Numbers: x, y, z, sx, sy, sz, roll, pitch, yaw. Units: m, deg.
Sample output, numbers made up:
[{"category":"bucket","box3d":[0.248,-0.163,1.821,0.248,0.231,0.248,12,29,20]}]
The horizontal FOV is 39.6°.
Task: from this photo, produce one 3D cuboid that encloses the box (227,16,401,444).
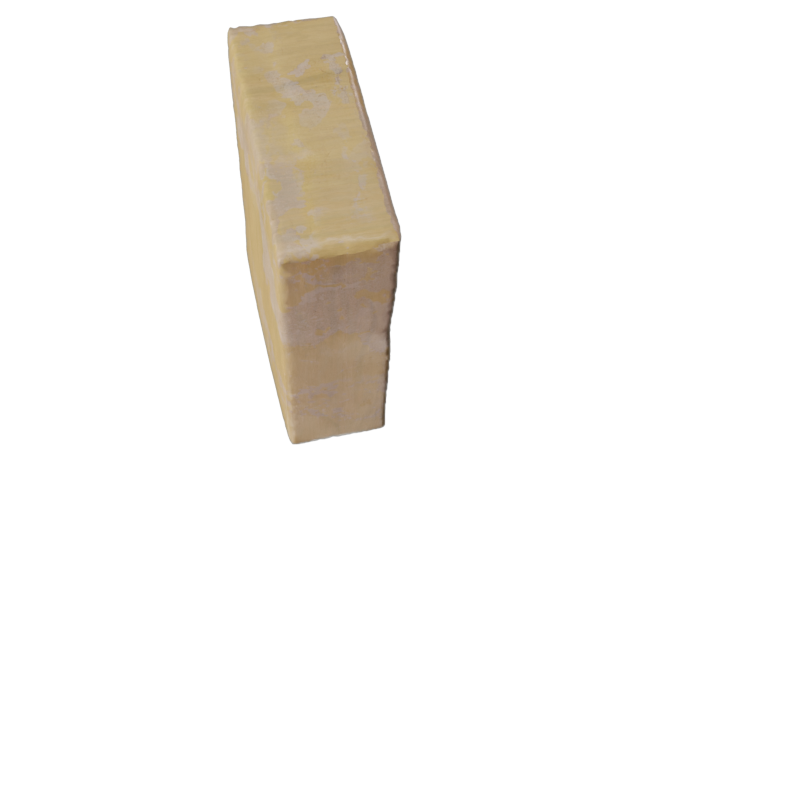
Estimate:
[{"category":"box","box3d":[-0.052,-0.095,0.664,0.071,0.176,0.201,-10,-29,-9]}]
